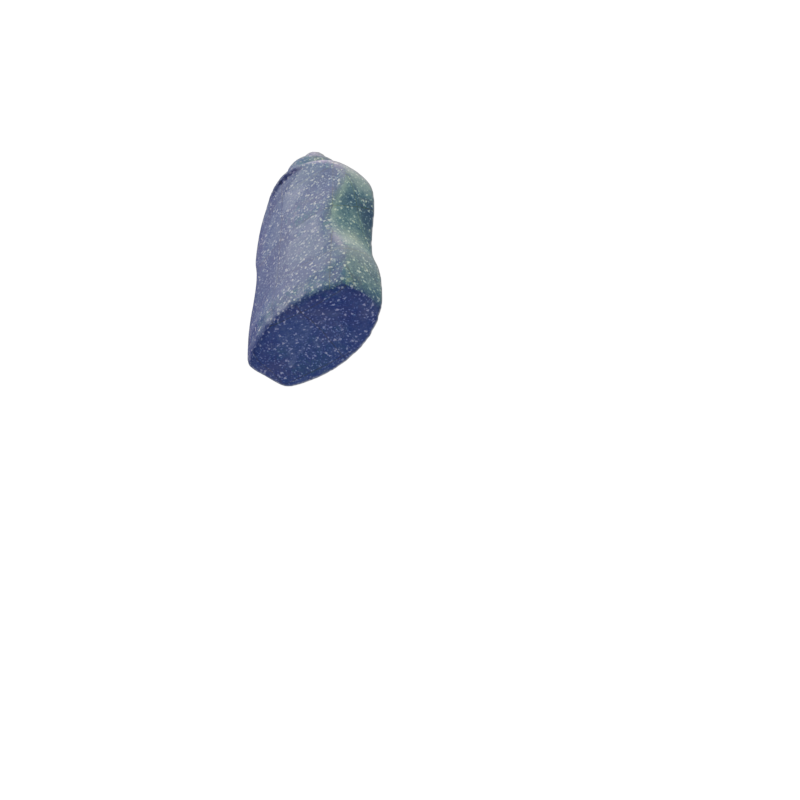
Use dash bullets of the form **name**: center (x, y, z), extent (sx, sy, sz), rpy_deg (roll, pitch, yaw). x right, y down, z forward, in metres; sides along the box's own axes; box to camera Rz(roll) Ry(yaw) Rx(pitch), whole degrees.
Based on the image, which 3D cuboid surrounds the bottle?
- **bottle**: center (-0.058, -0.106, 0.741), extent (0.055, 0.206, 0.094), rpy_deg (31, -56, -29)
